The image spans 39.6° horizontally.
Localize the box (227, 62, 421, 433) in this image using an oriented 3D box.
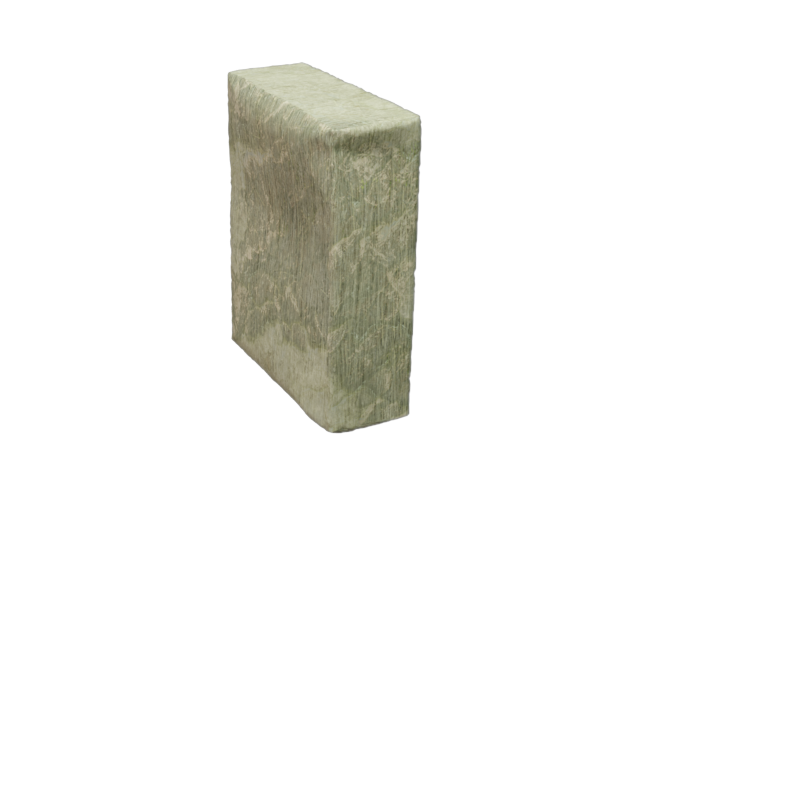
[{"bbox_3d":[-0.060,-0.109,0.766,0.070,0.203,0.176,-12,29,-27],"label":"box"}]
